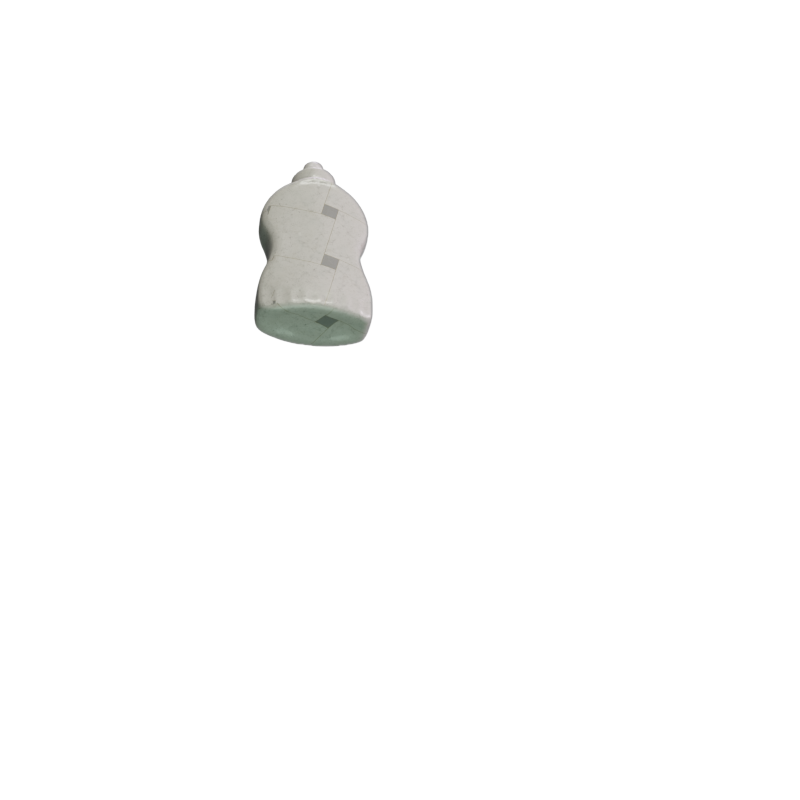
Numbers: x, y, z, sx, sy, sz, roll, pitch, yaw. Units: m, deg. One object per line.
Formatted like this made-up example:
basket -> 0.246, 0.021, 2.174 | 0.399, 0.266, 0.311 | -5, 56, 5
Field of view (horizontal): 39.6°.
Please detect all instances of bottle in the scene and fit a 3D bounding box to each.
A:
bottle -> -0.076, -0.138, 0.966 | 0.095, 0.206, 0.055 | 4, -40, -8
